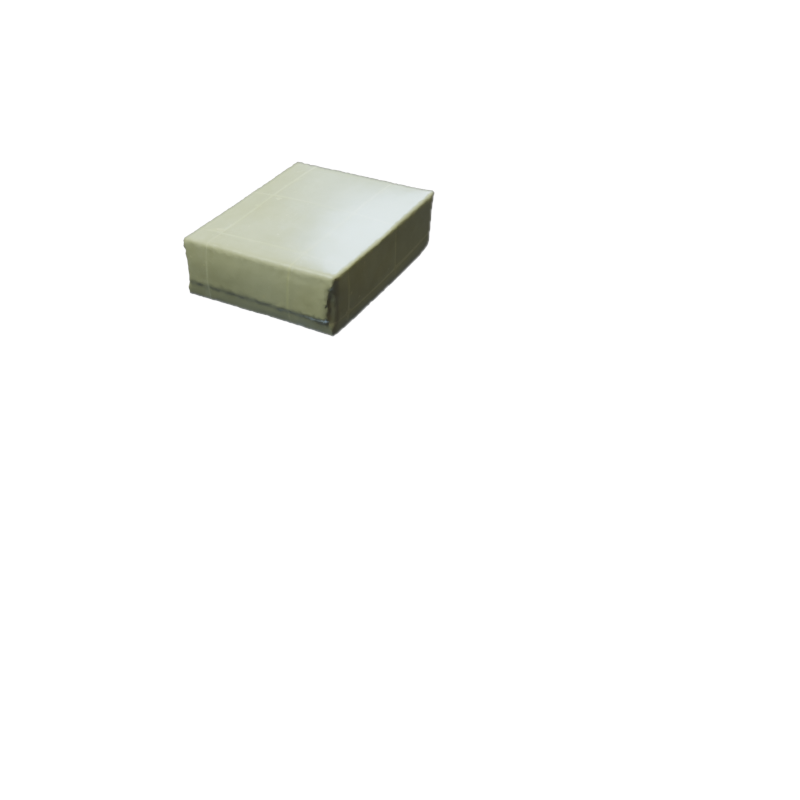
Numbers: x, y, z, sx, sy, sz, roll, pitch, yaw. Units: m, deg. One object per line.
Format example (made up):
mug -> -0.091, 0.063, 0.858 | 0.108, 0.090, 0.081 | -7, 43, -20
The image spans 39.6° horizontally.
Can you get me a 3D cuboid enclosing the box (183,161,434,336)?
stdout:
box -> -0.046, -0.084, 0.589 | 0.094, 0.037, 0.115 | 17, 36, 24
